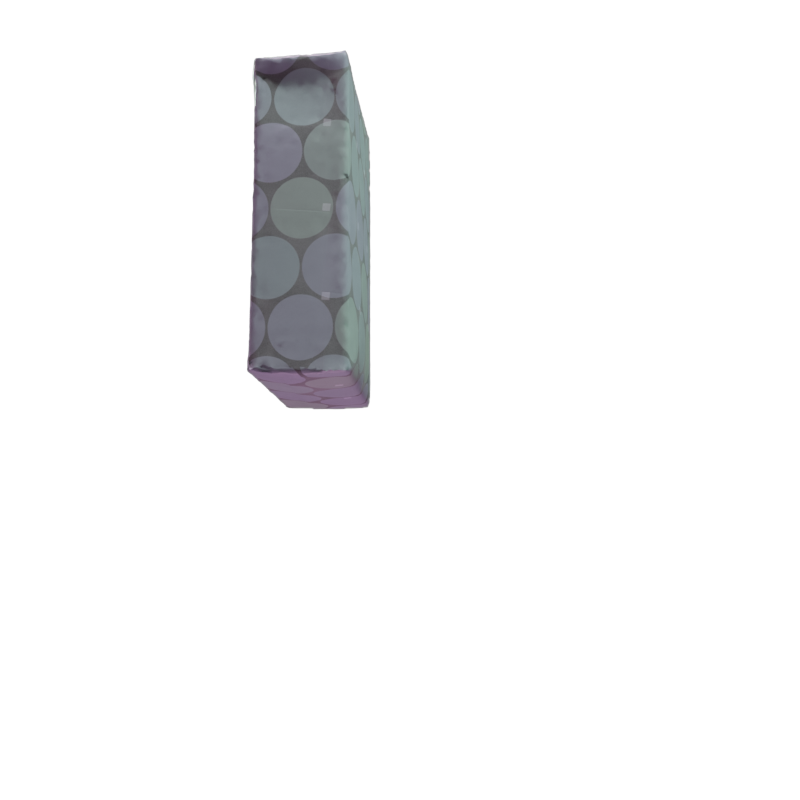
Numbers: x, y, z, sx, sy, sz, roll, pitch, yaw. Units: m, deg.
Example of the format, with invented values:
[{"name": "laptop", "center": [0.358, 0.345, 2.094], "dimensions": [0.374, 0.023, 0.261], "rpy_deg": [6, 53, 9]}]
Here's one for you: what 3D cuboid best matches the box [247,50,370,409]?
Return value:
[{"name": "box", "center": [-0.060, -0.110, 0.770], "dimensions": [0.072, 0.221, 0.158], "rpy_deg": [-2, -13, 4]}]
